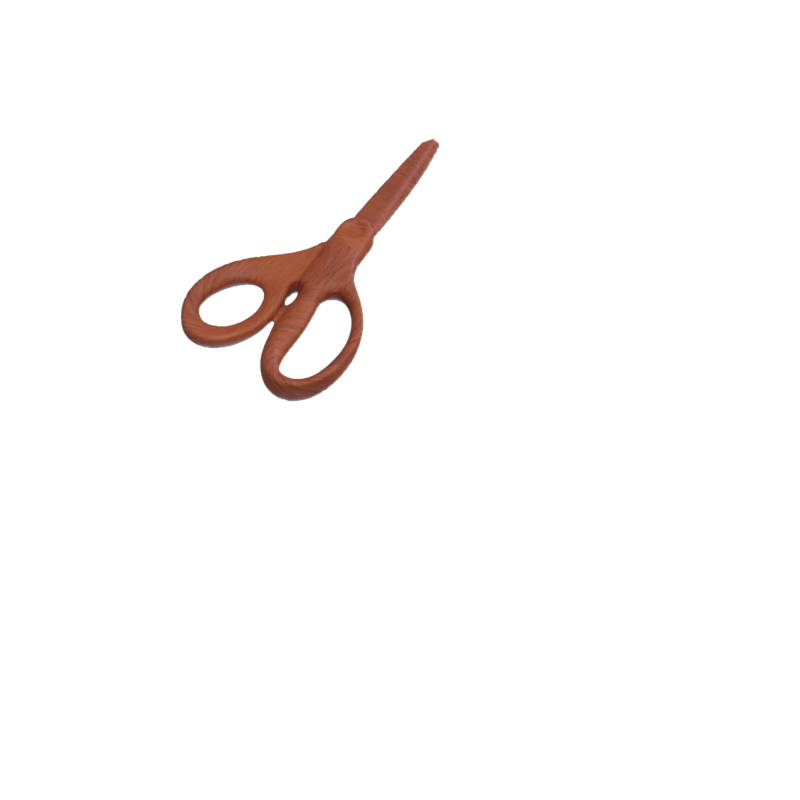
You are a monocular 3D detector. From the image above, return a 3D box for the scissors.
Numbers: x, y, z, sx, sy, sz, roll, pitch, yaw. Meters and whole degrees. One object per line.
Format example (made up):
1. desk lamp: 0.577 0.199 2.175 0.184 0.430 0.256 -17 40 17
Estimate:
1. scissors: -0.044 -0.081 0.565 0.098 0.015 0.213 8 46 8
